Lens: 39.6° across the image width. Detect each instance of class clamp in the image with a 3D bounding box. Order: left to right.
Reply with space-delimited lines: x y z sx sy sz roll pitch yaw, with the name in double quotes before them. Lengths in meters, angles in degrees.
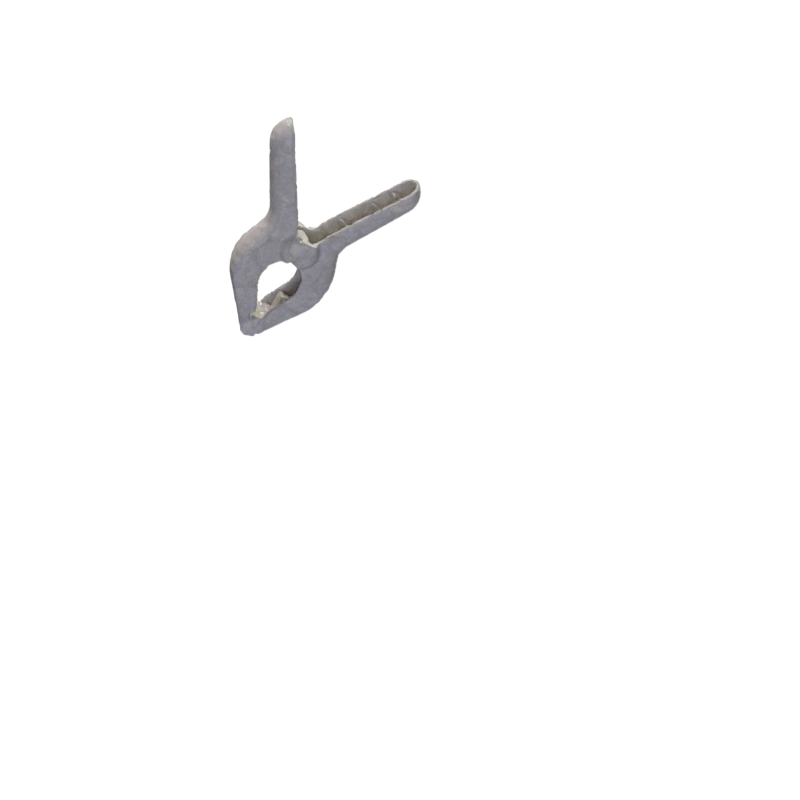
"clamp" -0.064 -0.117 0.820 0.117 0.165 0.042 20 29 -12
